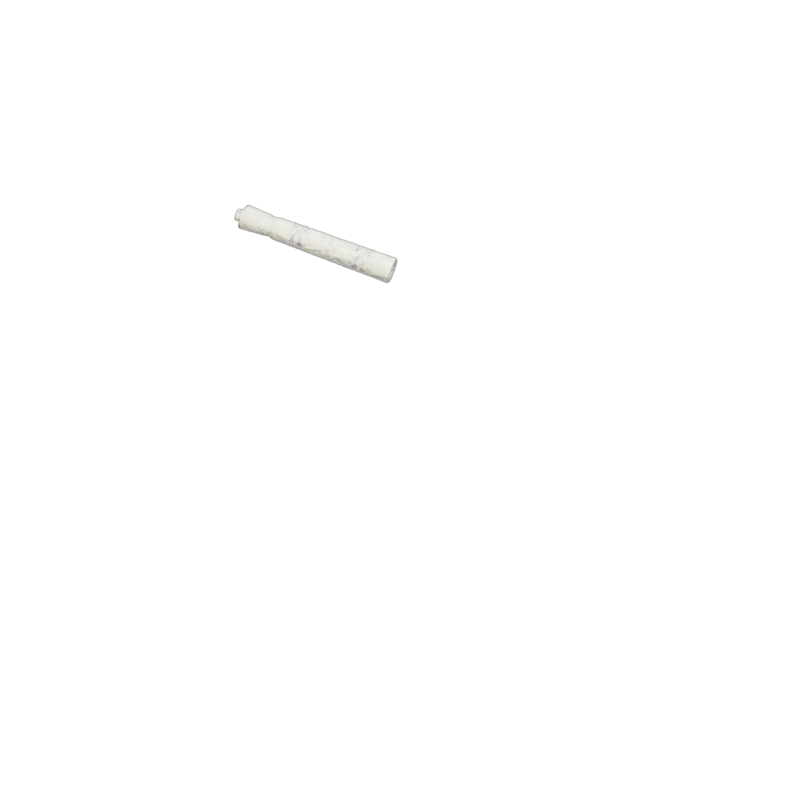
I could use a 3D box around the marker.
[{"bbox_3d":[-0.061,-0.112,0.782,0.124,0.019,0.019,22,8,14],"label":"marker"}]
